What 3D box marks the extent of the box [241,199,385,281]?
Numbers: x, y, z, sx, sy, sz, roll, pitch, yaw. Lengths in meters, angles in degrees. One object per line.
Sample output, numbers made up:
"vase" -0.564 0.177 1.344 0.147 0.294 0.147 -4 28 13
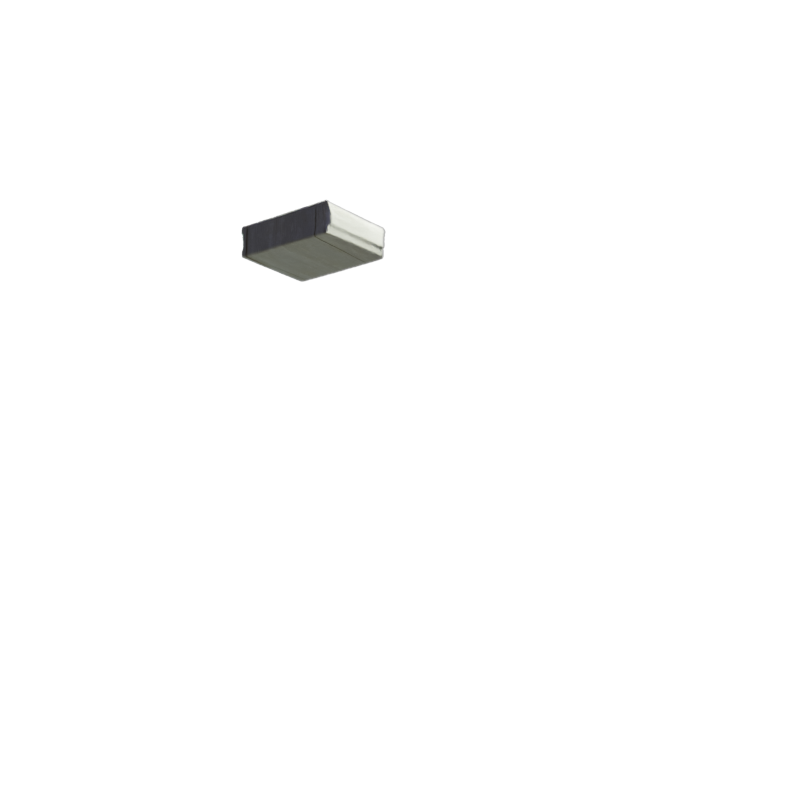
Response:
"box" -0.068 -0.124 0.869 0.091 0.031 0.069 -12 -19 37
